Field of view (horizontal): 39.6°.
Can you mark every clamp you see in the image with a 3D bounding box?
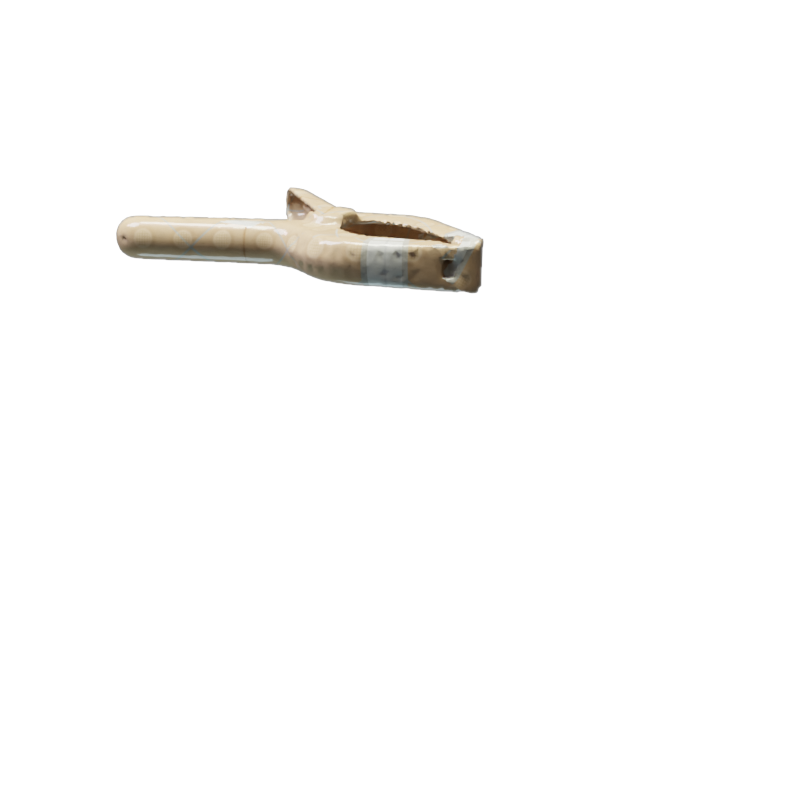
[{"bbox_3d":[-0.051,-0.092,0.646,0.222,0.035,0.161,19,27,41],"label":"clamp"}]
